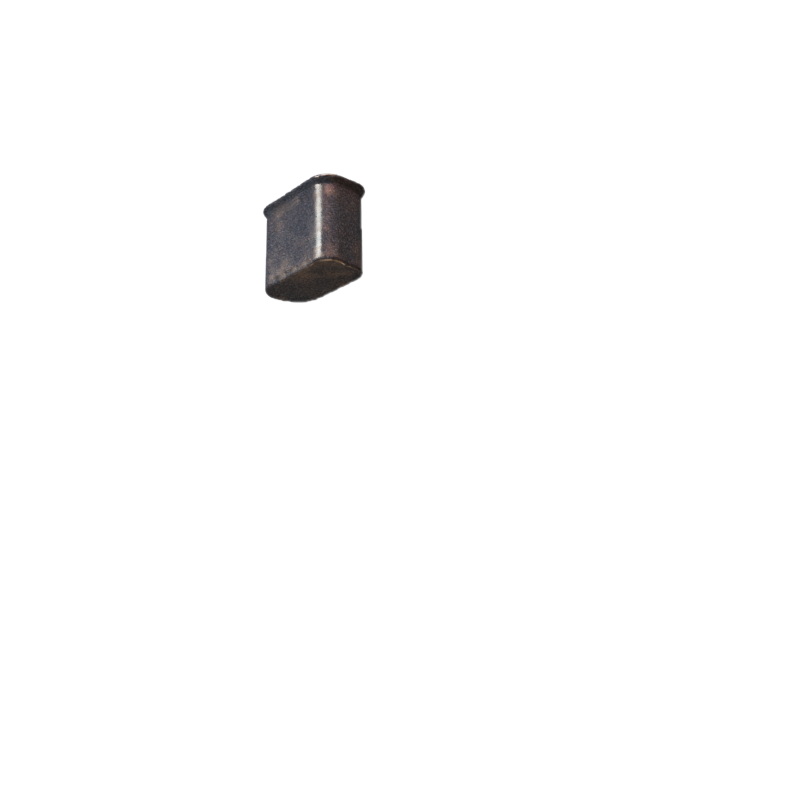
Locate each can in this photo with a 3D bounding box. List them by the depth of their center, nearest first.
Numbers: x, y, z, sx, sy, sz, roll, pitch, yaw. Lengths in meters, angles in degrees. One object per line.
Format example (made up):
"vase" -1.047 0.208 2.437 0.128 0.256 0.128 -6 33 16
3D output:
"can" -0.078 -0.141 0.990 0.054 0.088 0.102 19 -29 -38
